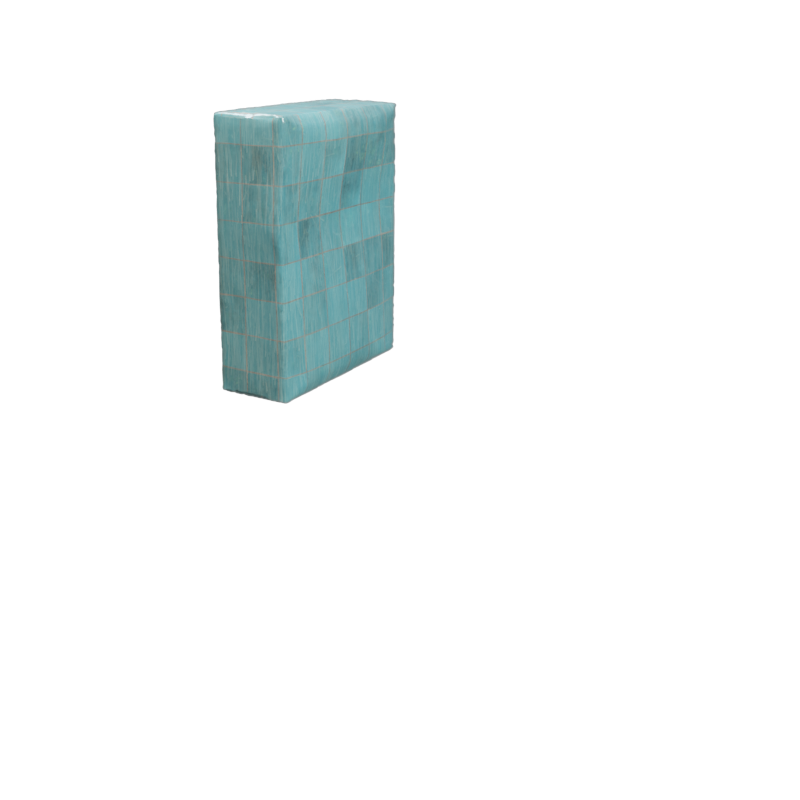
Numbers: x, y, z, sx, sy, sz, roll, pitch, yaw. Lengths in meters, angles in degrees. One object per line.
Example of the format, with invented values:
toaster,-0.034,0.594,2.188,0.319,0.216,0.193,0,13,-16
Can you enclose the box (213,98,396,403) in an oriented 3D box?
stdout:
box,-0.068,-0.125,0.873,0.075,0.207,0.162,8,16,30
